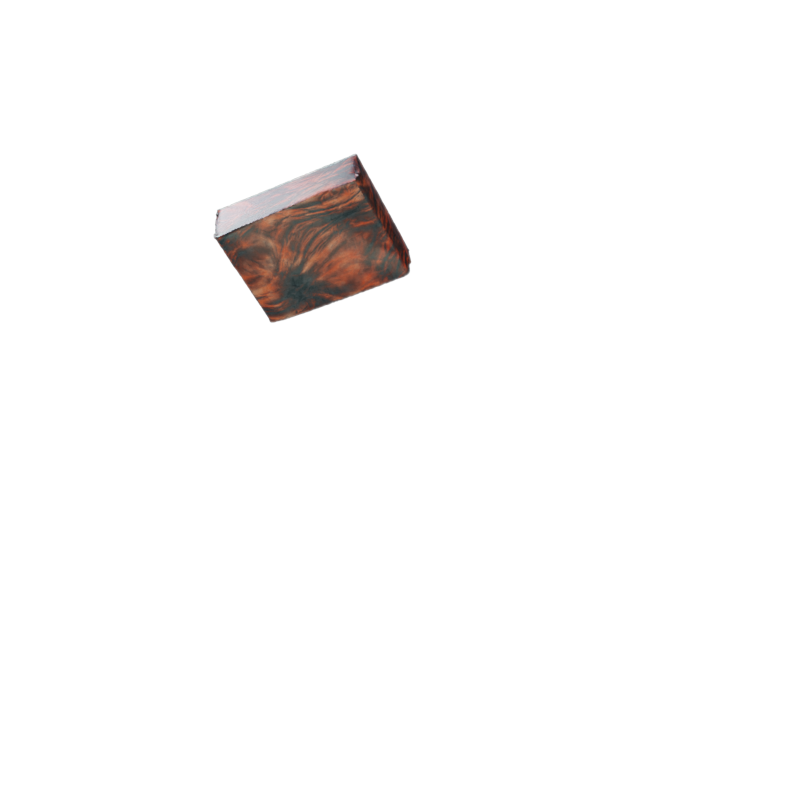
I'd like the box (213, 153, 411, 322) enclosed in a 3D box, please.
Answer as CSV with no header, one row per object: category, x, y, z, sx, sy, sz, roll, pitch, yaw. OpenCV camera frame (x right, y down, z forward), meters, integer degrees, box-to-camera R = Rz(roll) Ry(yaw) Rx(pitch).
box,-0.061,-0.111,0.779,0.114,0.083,0.042,-20,35,14
